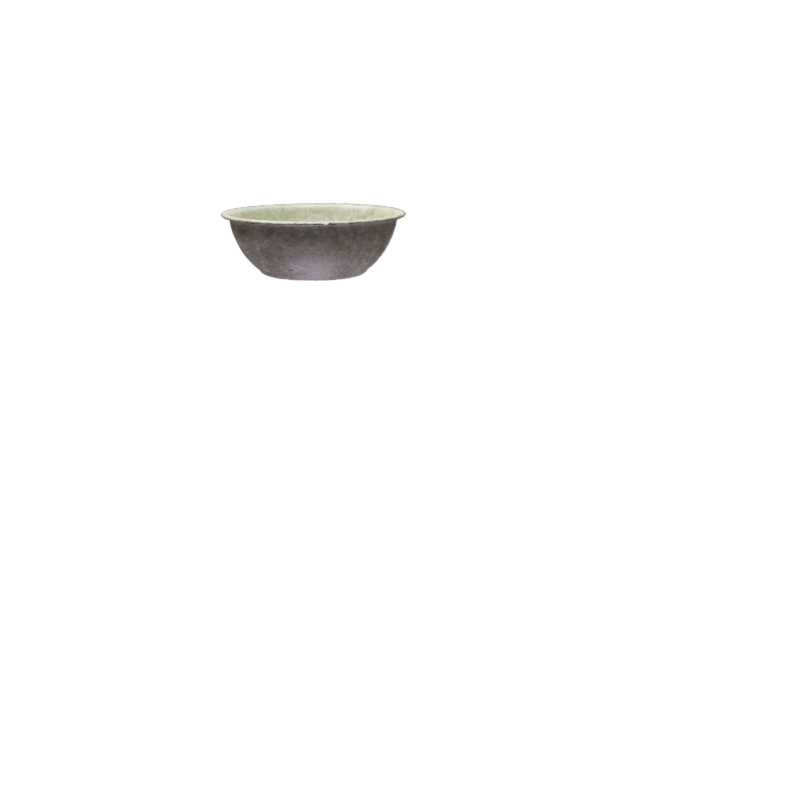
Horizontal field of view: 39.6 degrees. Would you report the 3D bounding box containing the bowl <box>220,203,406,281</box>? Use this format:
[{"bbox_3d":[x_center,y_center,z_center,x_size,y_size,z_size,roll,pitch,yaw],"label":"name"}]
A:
[{"bbox_3d":[-0.076,-0.139,0.971,0.162,0.054,0.167,0,15,-2],"label":"bowl"}]
